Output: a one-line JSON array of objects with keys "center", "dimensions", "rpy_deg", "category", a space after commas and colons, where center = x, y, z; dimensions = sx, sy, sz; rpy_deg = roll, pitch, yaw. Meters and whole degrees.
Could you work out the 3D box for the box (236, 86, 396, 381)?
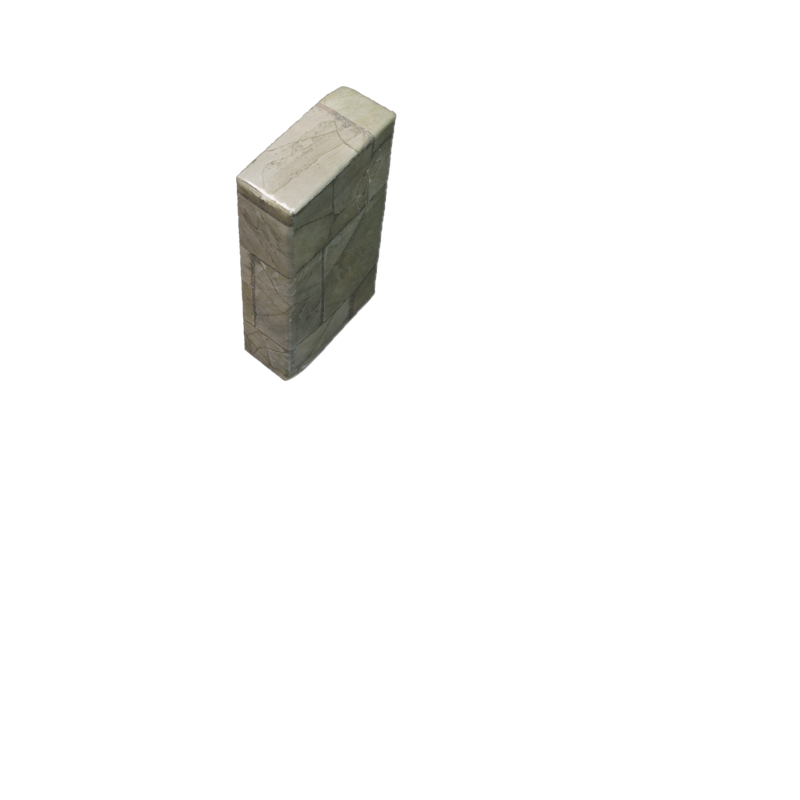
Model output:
[{"center": [-0.051, -0.093, 0.653], "dimensions": [0.050, 0.095, 0.165], "rpy_deg": [33, -29, 16], "category": "box"}]
